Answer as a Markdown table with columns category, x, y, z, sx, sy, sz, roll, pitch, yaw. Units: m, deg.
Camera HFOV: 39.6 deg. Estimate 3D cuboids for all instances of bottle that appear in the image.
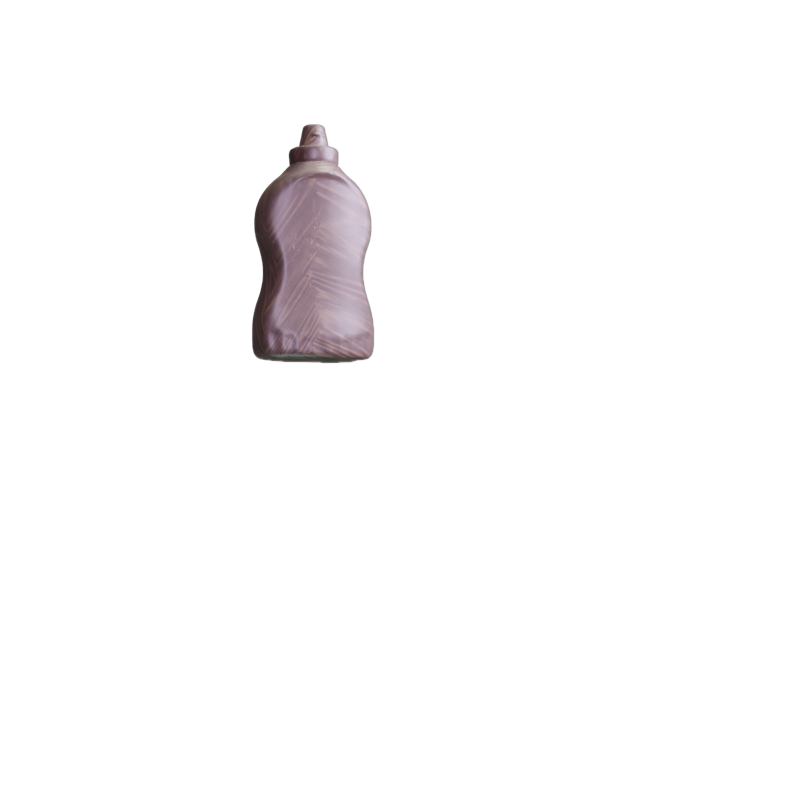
| category | x | y | z | sx | sy | sz | roll | pitch | yaw |
| --- | --- | --- | --- | --- | --- | --- | --- | --- | --- |
| bottle | -0.070 | -0.128 | 0.894 | 0.093 | 0.196 | 0.059 | 3 | -10 | -21 |
